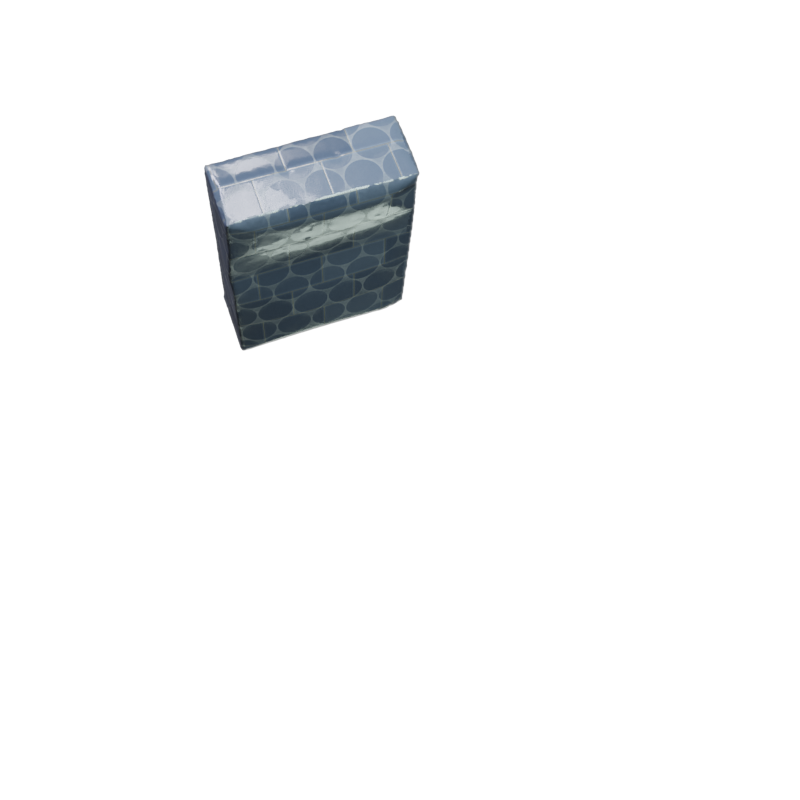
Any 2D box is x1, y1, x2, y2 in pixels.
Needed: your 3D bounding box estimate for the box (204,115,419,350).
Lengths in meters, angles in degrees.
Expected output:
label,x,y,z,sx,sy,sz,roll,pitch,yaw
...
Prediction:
label,x,y,z,sx,sy,sz,roll,pitch,yaw
box,-0.075,-0.137,0.963,0.163,0.077,0.202,-17,-23,-11
